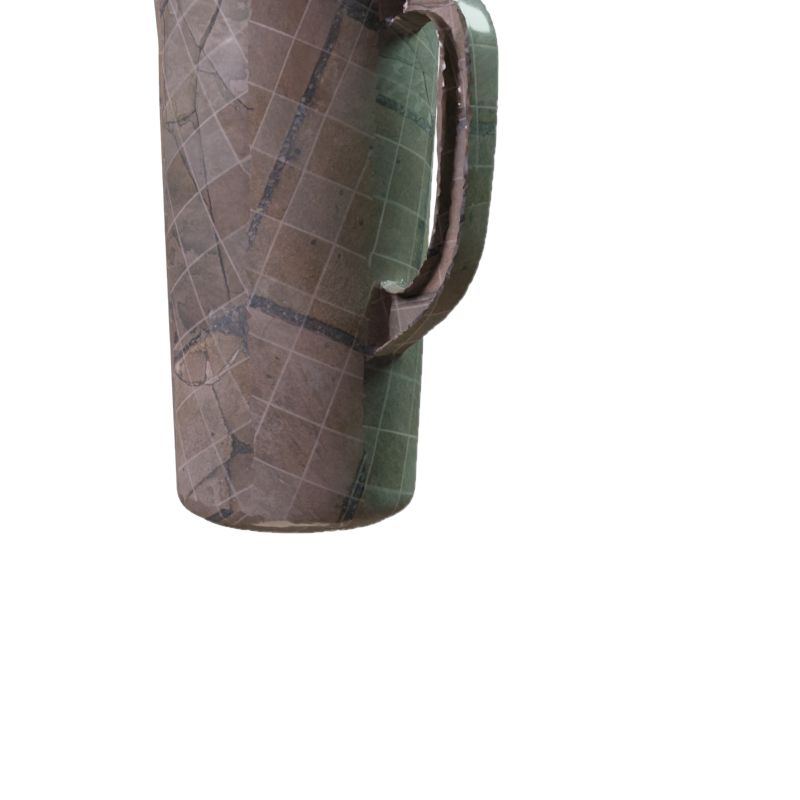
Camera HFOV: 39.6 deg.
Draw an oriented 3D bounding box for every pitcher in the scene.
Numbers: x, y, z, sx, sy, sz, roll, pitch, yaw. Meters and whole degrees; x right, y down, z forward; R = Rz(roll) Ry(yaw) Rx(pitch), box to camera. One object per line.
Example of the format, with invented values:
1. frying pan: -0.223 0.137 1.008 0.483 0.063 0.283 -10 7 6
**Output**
1. pitcher: -0.039 -0.071 0.495 0.145 0.243 0.150 0 1 -3
